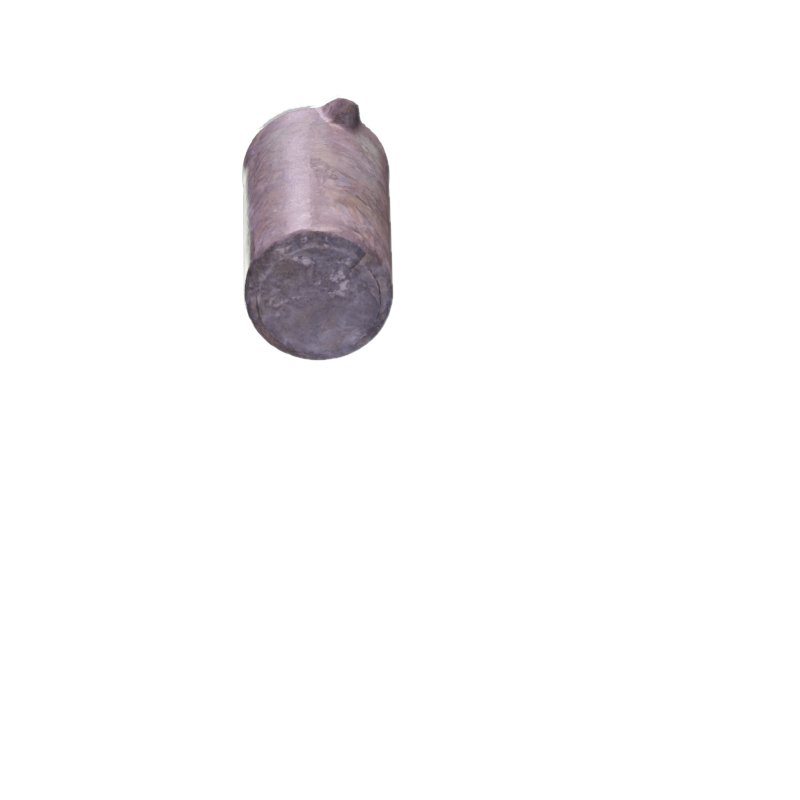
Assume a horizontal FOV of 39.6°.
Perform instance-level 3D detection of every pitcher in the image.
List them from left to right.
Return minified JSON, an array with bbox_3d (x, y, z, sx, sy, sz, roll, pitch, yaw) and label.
[{"bbox_3d":[-0.070,-0.129,0.900,0.145,0.140,0.258,-21,30,9],"label":"pitcher"}]
